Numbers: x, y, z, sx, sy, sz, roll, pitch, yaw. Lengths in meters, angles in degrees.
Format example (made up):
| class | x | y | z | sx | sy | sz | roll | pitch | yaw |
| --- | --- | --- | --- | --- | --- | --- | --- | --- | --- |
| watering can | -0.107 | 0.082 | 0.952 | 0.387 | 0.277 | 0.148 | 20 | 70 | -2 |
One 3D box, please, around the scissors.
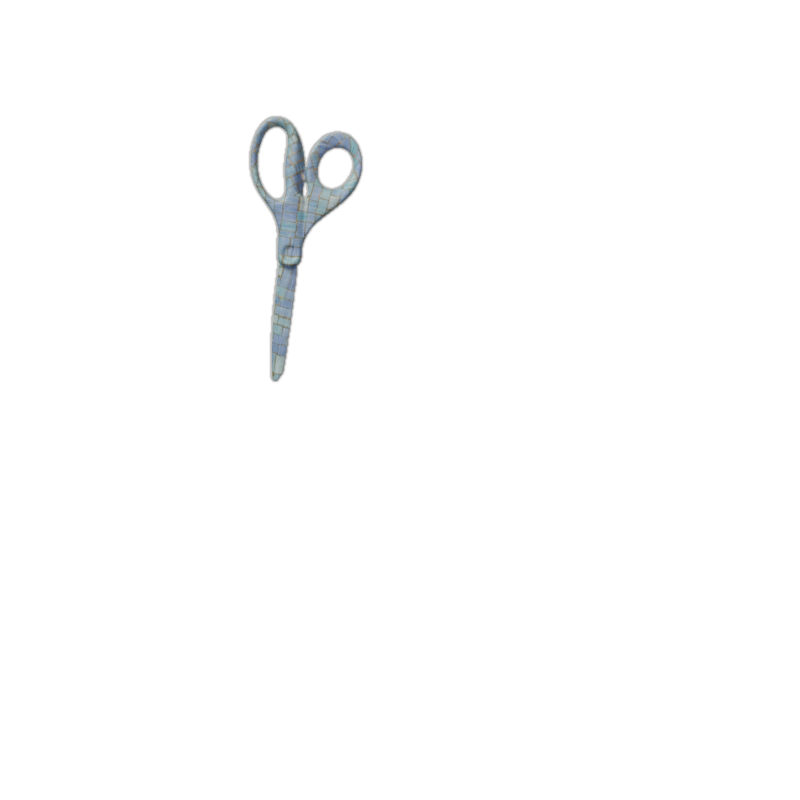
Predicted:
| class | x | y | z | sx | sy | sz | roll | pitch | yaw |
| --- | --- | --- | --- | --- | --- | --- | --- | --- | --- |
| scissors | -0.067 | -0.122 | 0.854 | 0.096 | 0.206 | 0.015 | -10 | -8 | -1 |
